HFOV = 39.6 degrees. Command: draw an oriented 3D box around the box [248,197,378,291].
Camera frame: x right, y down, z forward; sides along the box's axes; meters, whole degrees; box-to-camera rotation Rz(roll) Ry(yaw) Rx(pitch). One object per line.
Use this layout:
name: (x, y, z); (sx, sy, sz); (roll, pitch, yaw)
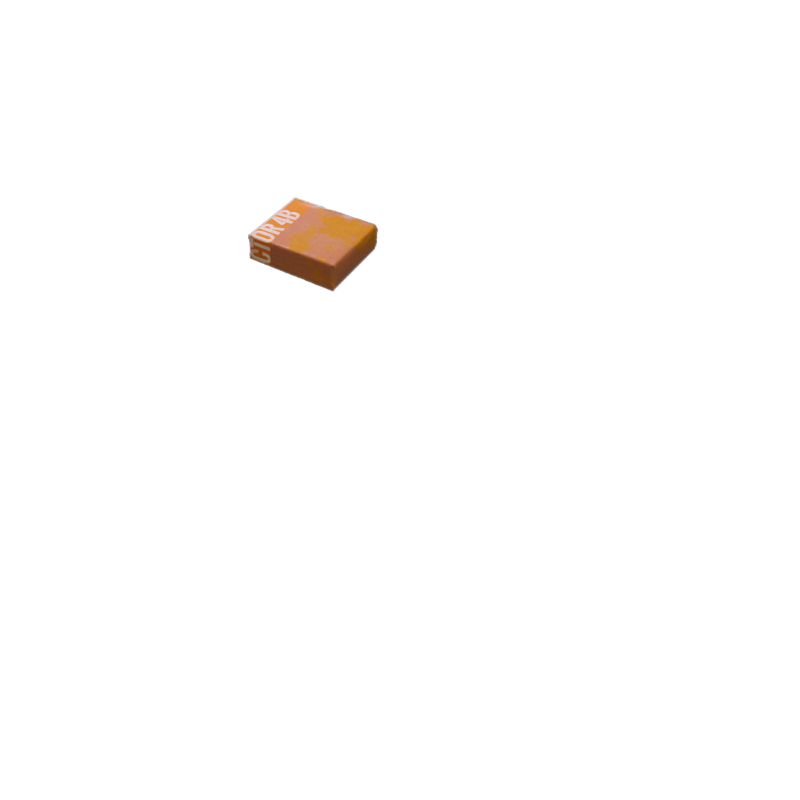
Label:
box: (-0.075, -0.137, 0.962); (0.094, 0.028, 0.075); (21, 44, 24)
